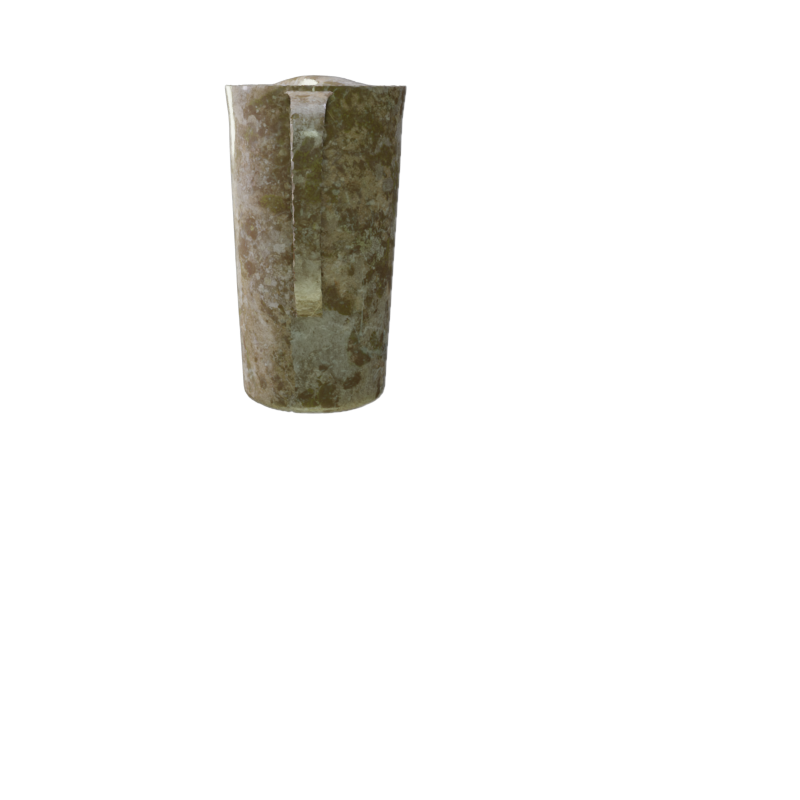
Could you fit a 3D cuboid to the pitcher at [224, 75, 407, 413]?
[{"bbox_3d":[-0.064,-0.117,0.817,0.152,0.238,0.145,9,13,44],"label":"pitcher"}]
